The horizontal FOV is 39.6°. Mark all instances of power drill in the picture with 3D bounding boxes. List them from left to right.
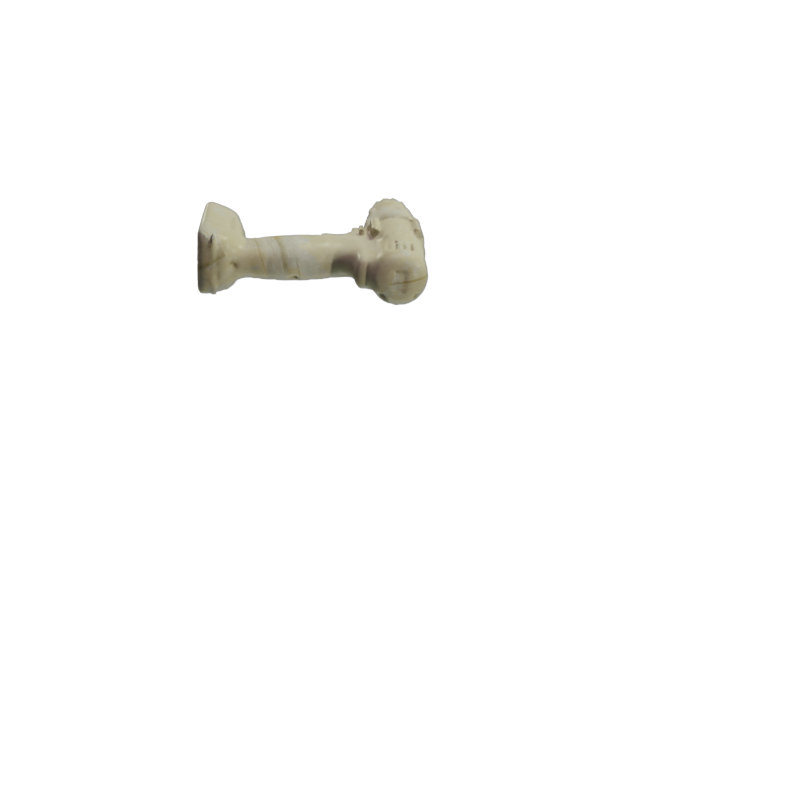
[{"bbox_3d":[-0.073,-0.133,0.930,0.187,0.055,0.193,-1,23,-2],"label":"power drill"}]
